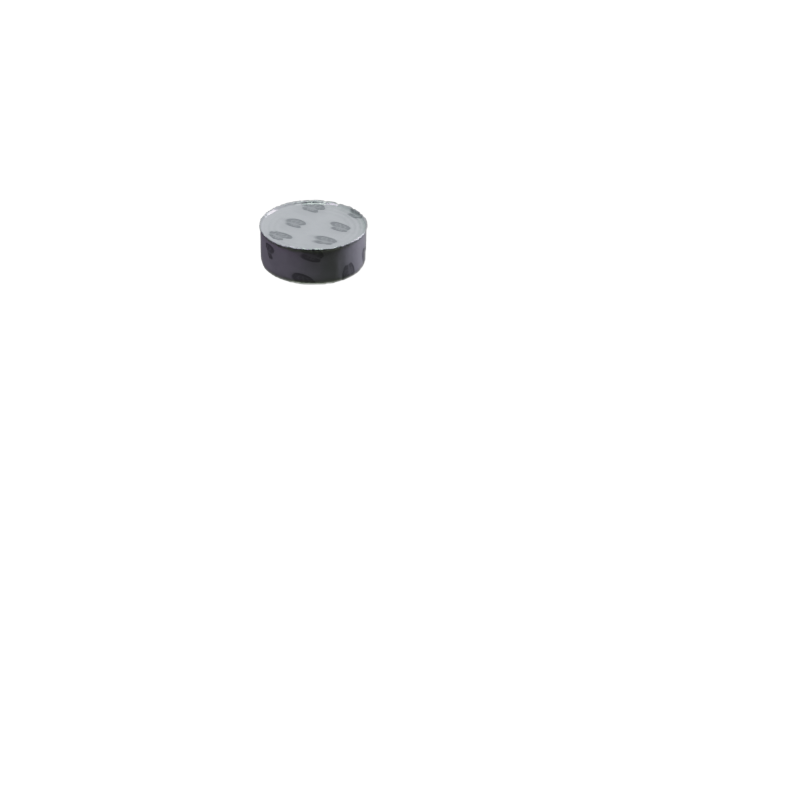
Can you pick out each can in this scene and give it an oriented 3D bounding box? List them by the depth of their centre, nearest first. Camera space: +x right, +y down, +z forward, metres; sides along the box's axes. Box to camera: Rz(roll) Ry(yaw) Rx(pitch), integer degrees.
[{"bbox_3d":[-0.069,-0.126,0.883,0.086,0.031,0.091,-1,33,-2],"label":"can"}]
